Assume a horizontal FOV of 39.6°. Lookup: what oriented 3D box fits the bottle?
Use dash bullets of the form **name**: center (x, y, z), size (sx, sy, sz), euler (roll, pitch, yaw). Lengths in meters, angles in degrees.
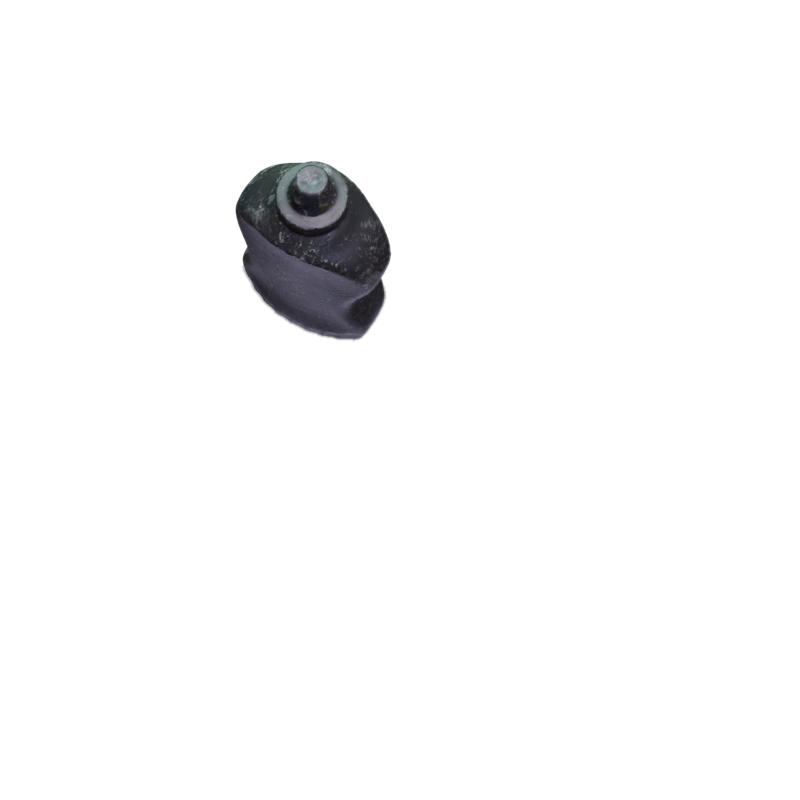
- **bottle**: center (-0.053, -0.095, 0.670), size (0.098, 0.059, 0.184), euler (33, -14, 5)
